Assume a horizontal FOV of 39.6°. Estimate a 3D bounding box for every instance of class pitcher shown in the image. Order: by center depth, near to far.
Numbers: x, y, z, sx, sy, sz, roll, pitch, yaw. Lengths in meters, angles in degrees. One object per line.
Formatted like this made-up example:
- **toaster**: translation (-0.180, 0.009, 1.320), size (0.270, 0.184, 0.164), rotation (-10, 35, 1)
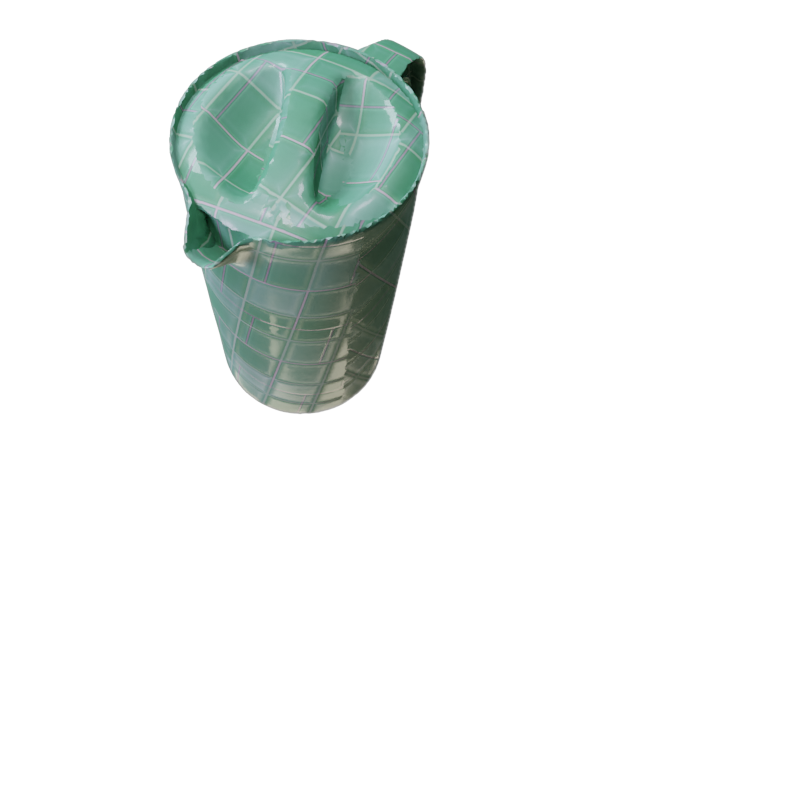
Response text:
- **pitcher**: translation (-0.052, -0.095, 0.666), size (0.148, 0.155, 0.229), rotation (-7, -27, -7)
